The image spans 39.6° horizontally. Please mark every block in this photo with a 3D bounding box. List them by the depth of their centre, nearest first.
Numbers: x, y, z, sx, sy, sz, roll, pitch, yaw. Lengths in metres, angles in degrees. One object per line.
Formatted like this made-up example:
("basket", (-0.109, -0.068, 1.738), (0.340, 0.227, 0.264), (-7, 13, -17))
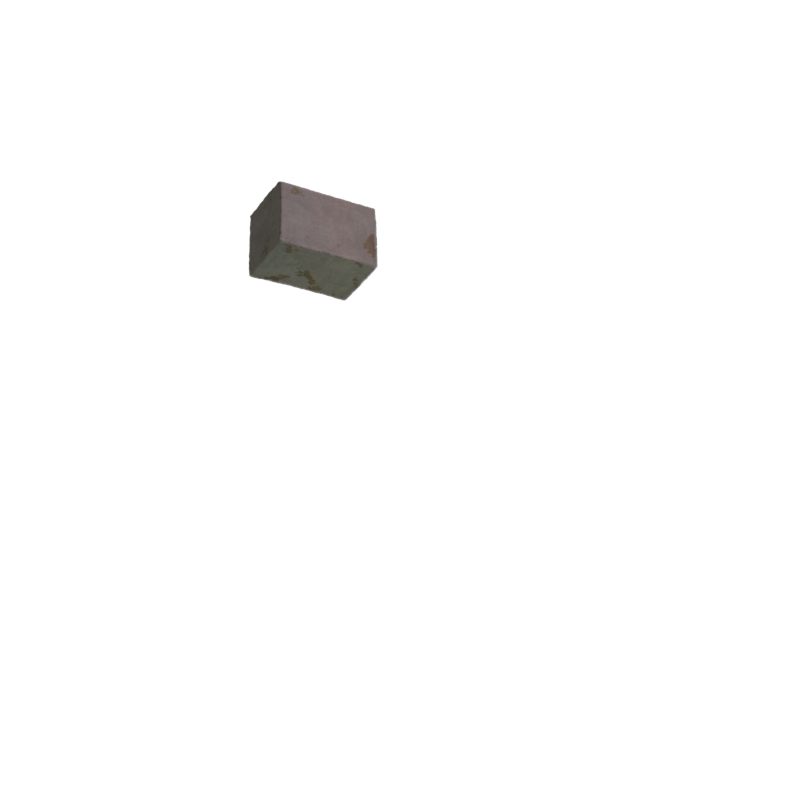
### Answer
("block", (-0.061, -0.112, 0.781), (0.075, 0.055, 0.052), (14, -33, -25))
